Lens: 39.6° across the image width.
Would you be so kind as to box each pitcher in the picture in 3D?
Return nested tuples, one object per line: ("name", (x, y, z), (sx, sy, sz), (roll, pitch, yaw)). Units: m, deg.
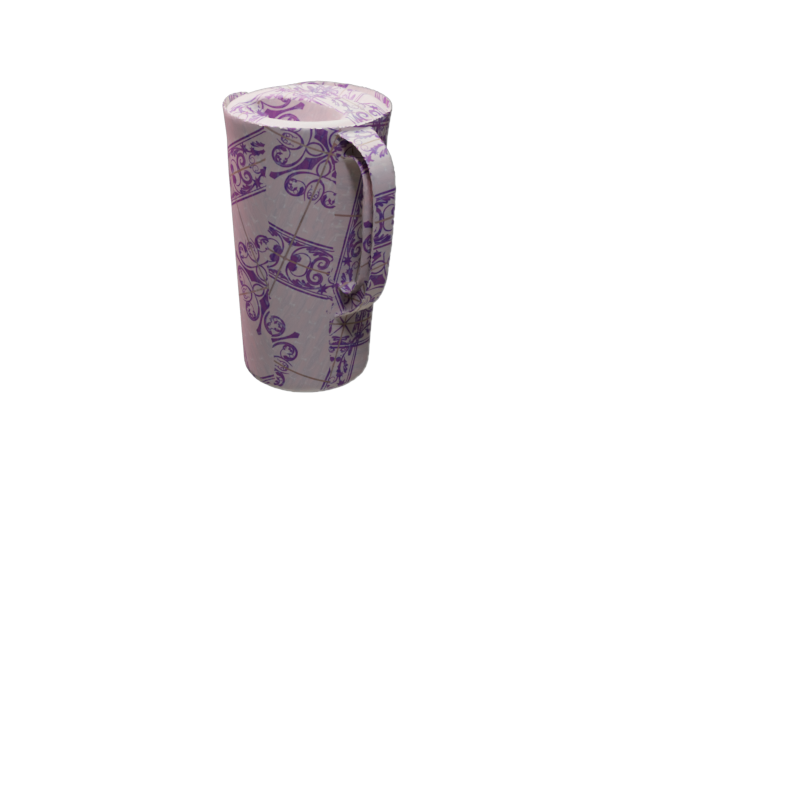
("pitcher", (-0.071, -0.129, 0.902), (0.147, 0.230, 0.155), (5, 26, 7))
